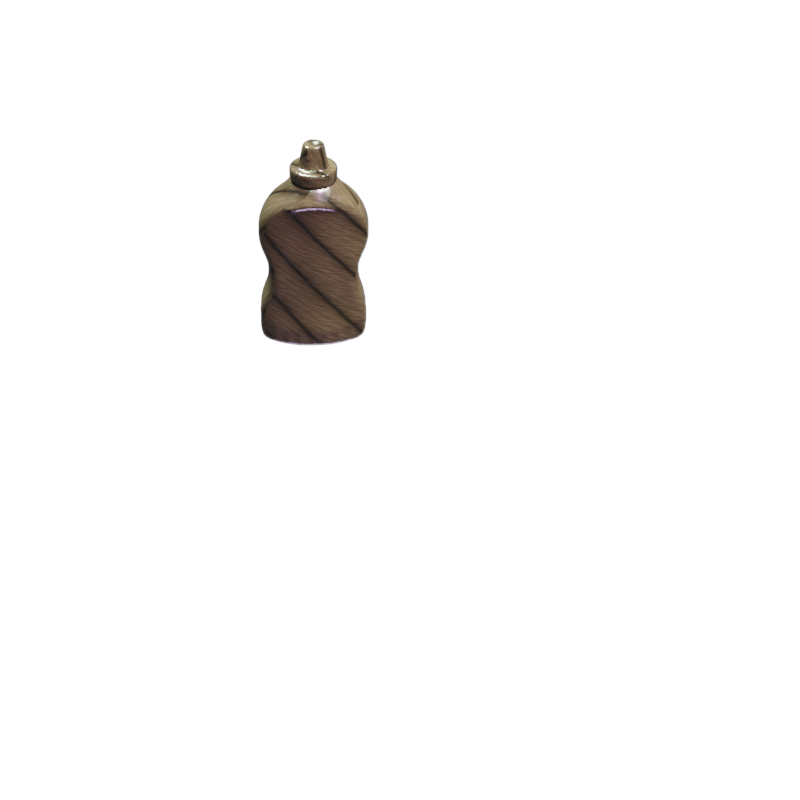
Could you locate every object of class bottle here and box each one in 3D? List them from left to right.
[{"bbox_3d":[-0.077,-0.140,0.977,0.096,0.180,0.062,1,35,-2],"label":"bottle"}]
